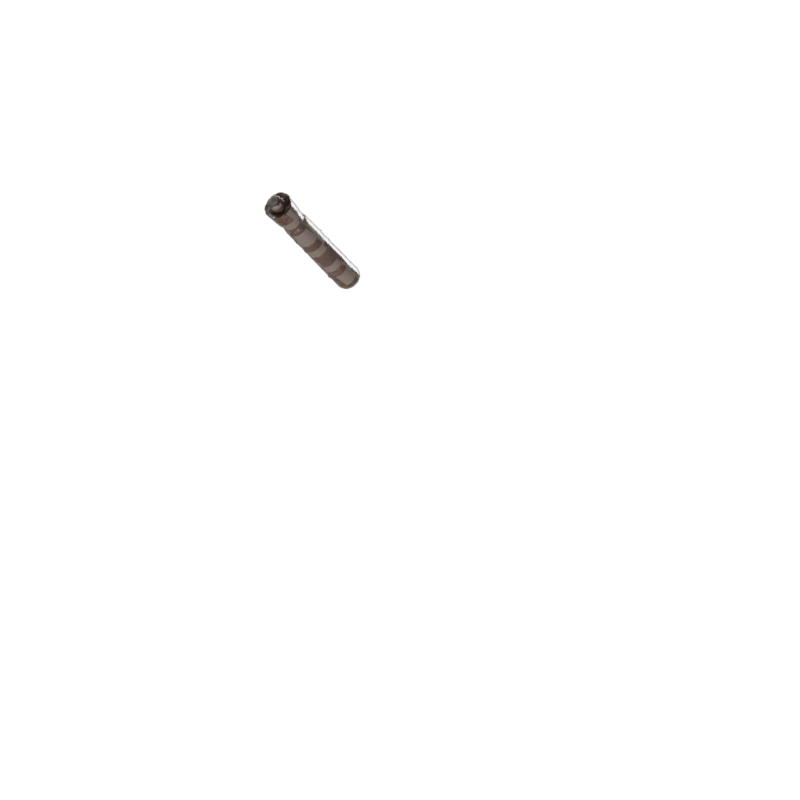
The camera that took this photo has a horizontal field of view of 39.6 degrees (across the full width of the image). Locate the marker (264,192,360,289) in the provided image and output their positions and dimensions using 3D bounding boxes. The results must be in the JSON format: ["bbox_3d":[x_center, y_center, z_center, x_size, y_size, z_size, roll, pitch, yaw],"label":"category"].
[{"bbox_3d":[-0.058,-0.107,0.746,0.020,0.020,0.113,2,-19,25],"label":"marker"}]
